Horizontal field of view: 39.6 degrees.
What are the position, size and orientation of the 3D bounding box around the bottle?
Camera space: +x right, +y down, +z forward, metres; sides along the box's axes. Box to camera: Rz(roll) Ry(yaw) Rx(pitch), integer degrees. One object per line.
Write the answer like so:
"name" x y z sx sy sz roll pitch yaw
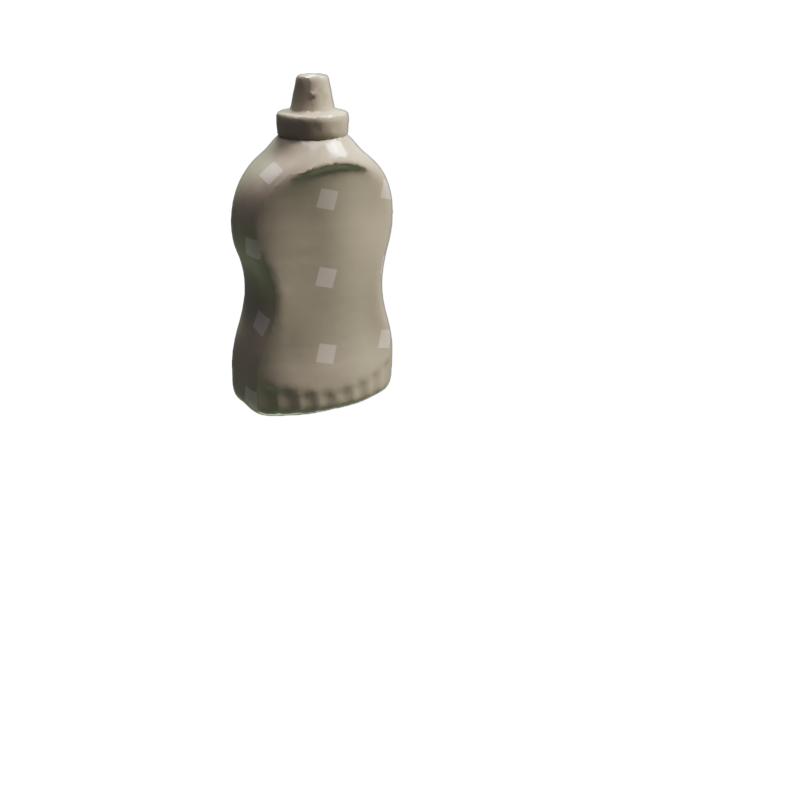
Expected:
"bottle" -0.050 -0.091 0.640 0.094 0.185 0.062 -8 19 -27
